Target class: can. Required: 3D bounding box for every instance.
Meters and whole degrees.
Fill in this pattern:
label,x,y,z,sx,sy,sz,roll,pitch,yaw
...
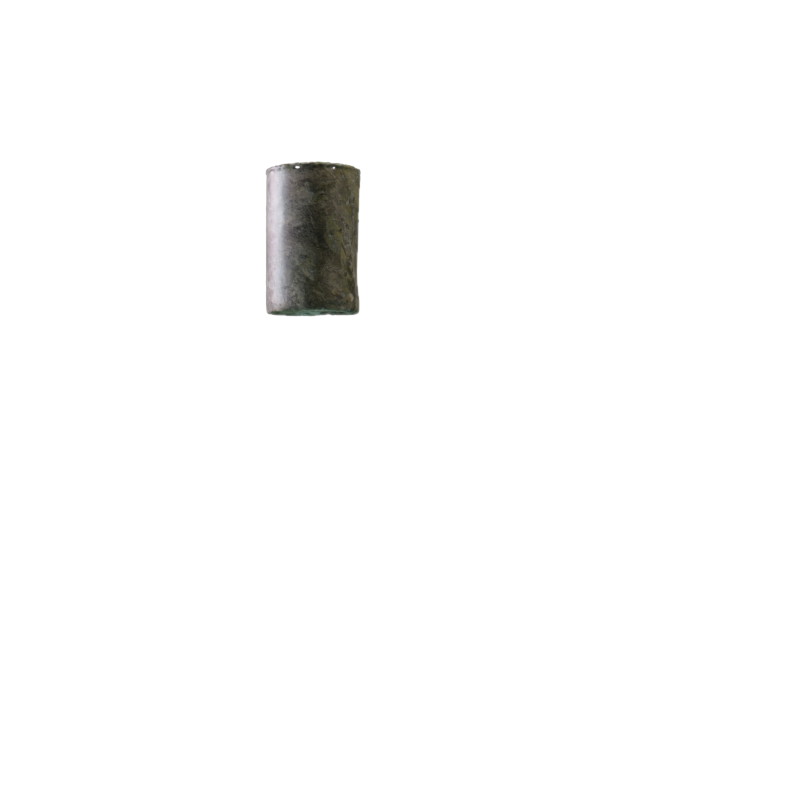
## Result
label,x,y,z,sx,sy,sz,roll,pitch,yaw
can,-0.061,-0.112,0.784,0.068,0.104,0.068,0,-5,-2
